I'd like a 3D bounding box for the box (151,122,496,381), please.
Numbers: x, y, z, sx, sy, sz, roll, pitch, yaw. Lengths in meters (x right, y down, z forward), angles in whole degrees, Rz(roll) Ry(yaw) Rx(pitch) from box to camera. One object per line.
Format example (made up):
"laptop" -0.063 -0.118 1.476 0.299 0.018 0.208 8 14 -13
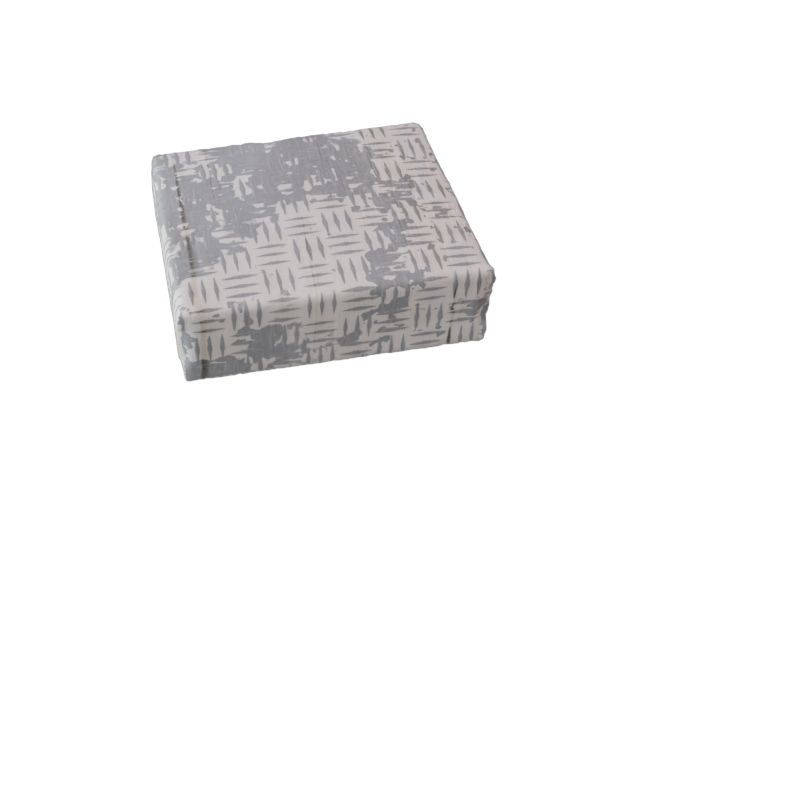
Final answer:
"box" -0.026 -0.047 0.329 0.088 0.028 0.079 -9 46 -10
